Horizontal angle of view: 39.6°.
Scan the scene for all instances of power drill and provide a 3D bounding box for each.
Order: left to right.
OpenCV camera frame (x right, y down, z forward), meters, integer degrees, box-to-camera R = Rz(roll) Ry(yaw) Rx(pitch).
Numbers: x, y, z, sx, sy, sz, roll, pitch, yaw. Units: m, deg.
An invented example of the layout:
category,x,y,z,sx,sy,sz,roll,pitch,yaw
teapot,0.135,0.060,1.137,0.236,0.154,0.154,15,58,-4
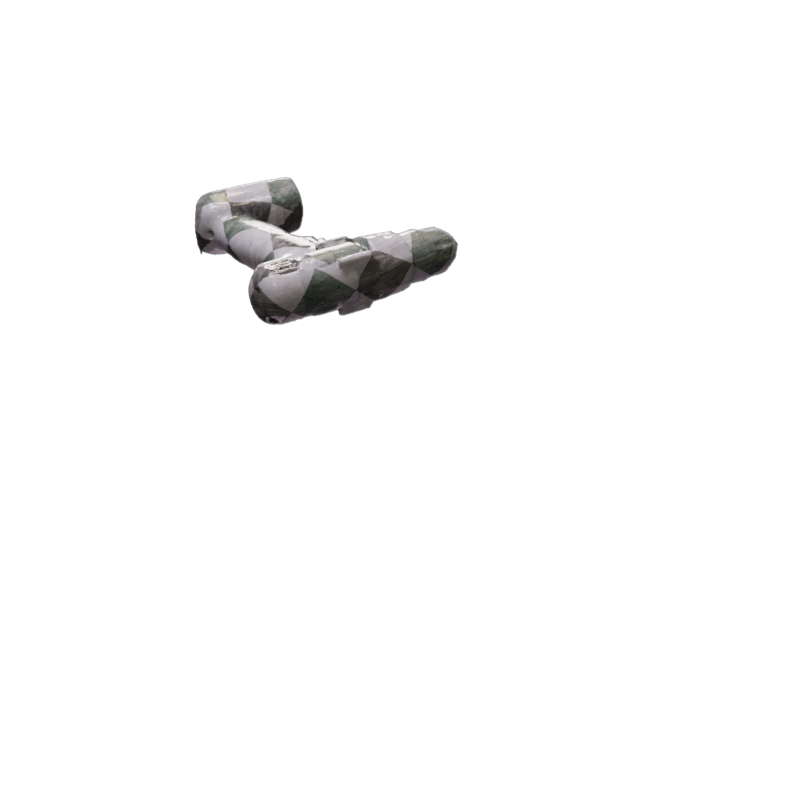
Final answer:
category,x,y,z,sx,sy,sz,roll,pitch,yaw
power drill,-0.072,-0.131,0.919,0.181,0.054,0.201,-17,32,-30
